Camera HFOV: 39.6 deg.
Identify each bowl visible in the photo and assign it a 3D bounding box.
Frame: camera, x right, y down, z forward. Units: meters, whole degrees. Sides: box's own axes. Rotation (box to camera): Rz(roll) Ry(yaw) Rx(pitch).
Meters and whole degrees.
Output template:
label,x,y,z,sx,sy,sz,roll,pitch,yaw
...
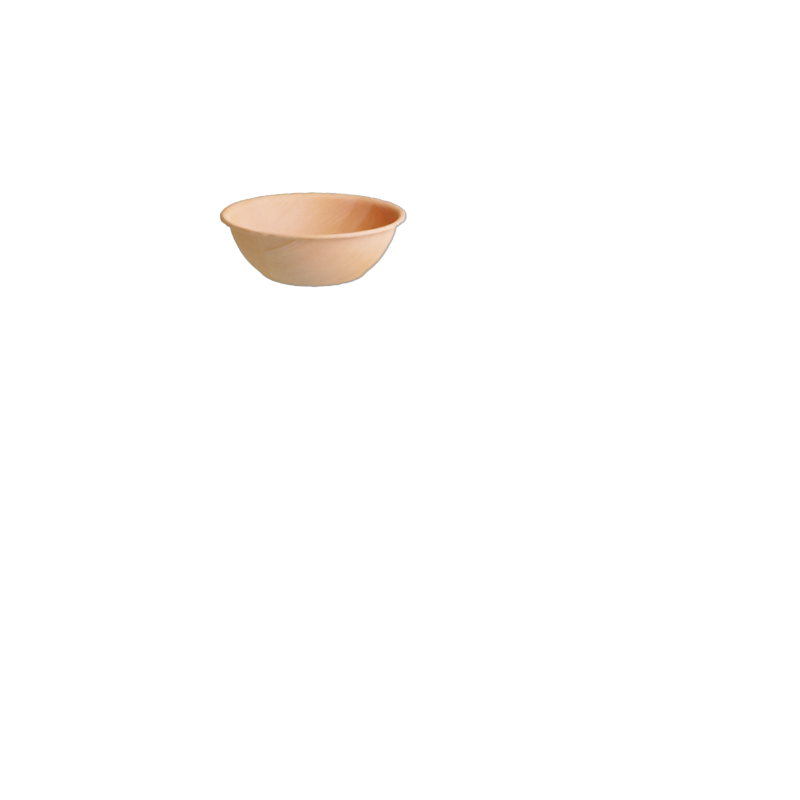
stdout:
label,x,y,z,sx,sy,sz,roll,pitch,yaw
bowl,-0.076,-0.138,0.966,0.162,0.053,0.170,-1,22,-2
